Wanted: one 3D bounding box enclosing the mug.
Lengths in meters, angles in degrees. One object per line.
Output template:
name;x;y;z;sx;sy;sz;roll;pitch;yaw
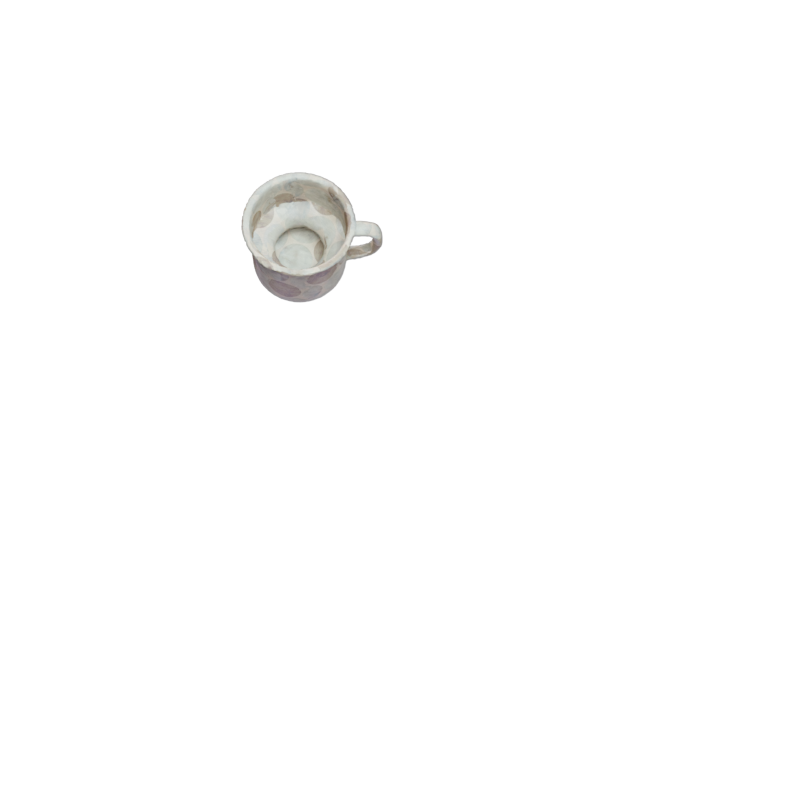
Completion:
mug;-0.073;-0.134;0.938;0.117;0.098;0.078;-5;-20;-3
